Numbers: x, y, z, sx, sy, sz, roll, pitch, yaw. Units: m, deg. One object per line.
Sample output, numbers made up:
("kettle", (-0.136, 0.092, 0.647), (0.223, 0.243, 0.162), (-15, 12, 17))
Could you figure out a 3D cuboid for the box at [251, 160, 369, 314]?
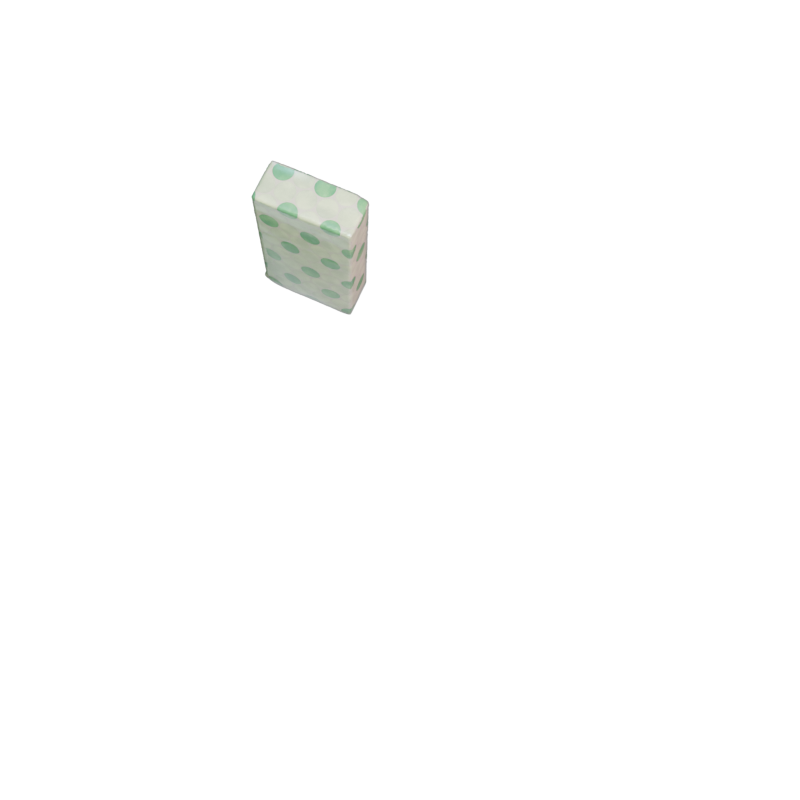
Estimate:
("box", (-0.077, -0.141, 0.983), (0.095, 0.049, 0.168), (25, -20, 6))
